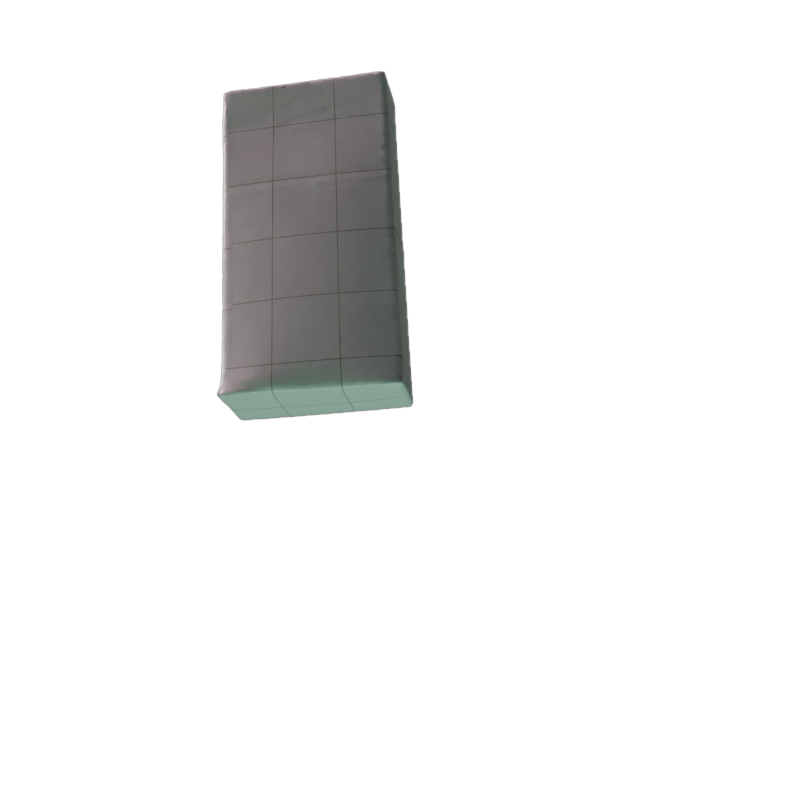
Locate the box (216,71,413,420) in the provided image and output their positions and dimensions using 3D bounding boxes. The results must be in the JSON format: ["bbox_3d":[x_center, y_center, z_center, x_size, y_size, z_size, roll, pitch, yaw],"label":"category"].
[{"bbox_3d":[-0.045,-0.083,0.579,0.094,0.186,0.045,-6,-25,9],"label":"box"}]
